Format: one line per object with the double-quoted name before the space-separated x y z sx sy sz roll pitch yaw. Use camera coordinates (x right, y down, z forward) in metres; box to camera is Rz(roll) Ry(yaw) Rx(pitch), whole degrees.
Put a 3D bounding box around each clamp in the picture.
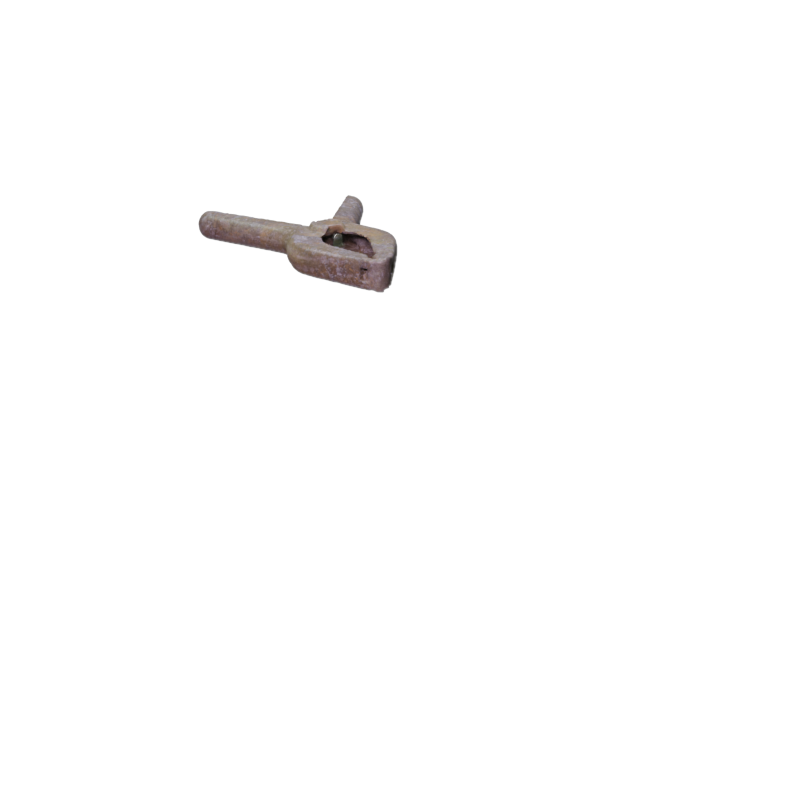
"clamp" -0.075 -0.137 0.960 0.161 0.035 0.224 -9 26 -20
